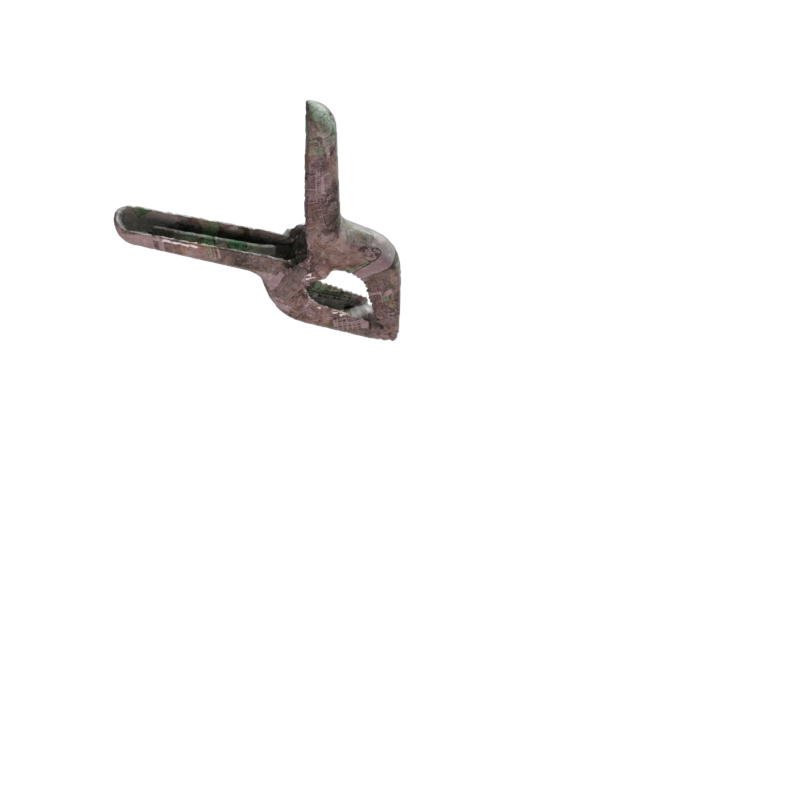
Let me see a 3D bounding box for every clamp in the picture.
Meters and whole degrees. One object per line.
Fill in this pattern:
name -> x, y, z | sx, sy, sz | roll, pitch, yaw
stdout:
clamp -> -0.057, -0.103, 0.722 | 0.164, 0.039, 0.196 | -28, -45, 32
